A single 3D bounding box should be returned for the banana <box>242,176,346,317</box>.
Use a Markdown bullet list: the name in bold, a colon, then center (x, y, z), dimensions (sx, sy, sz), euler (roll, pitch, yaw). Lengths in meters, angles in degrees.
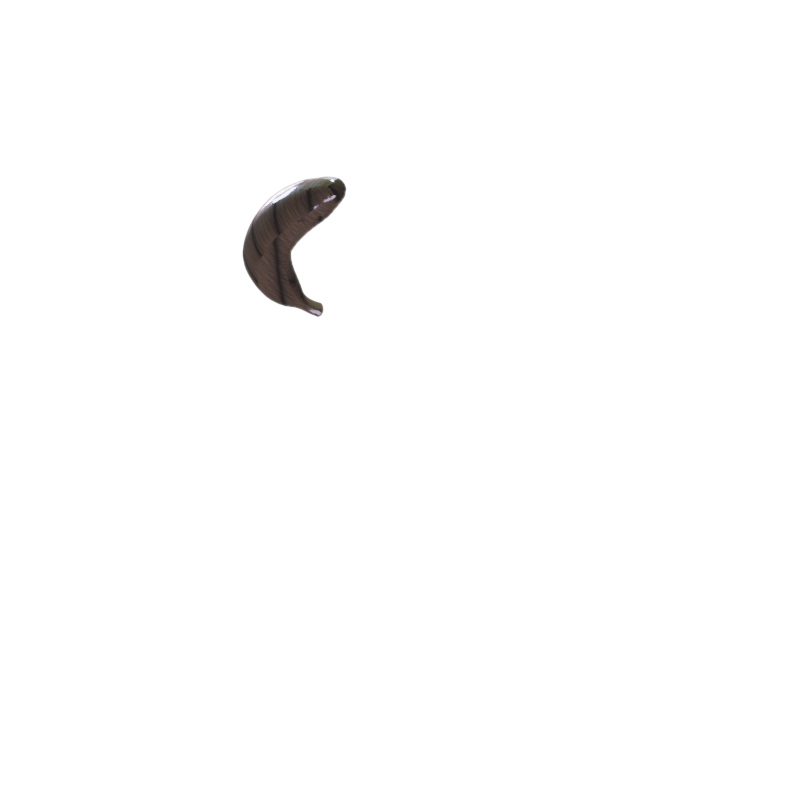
- **banana**: center (-0.085, -0.119, 0.844), dimensions (0.069, 0.039, 0.189), euler (3, -22, -8)
